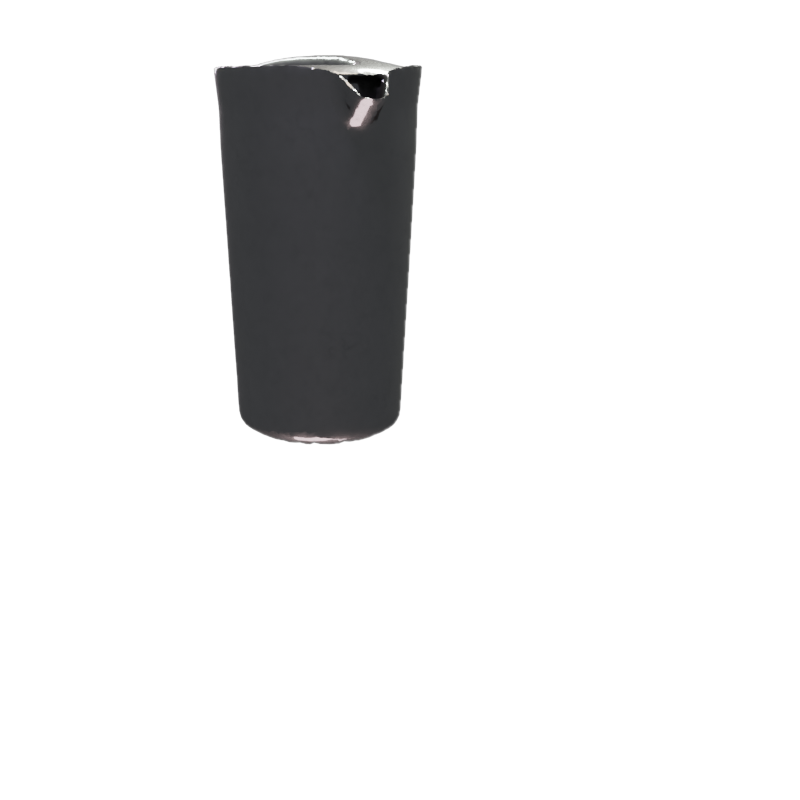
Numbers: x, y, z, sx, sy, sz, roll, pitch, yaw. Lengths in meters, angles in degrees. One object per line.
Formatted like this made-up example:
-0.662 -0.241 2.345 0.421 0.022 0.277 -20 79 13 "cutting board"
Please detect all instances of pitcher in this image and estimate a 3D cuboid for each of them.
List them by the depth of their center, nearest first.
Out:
-0.058 -0.105 0.735 0.149 0.238 0.149 4 11 18 "pitcher"
